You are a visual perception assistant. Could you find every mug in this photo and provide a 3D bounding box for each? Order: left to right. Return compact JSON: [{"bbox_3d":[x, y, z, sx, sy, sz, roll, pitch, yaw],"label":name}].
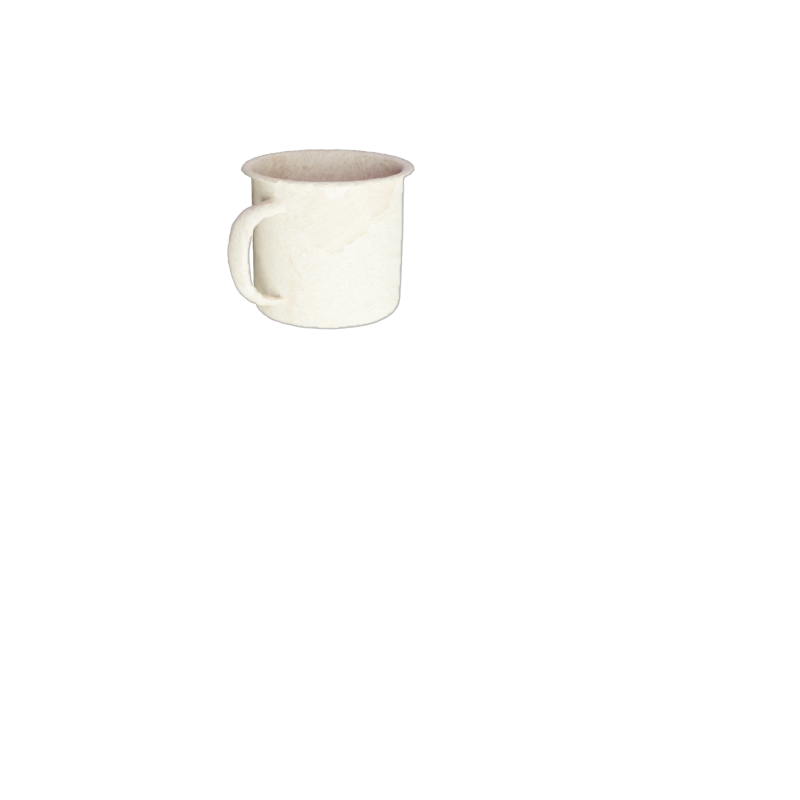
[{"bbox_3d":[-0.047,-0.085,0.598,0.098,0.078,0.116,15,25,35],"label":"mug"}]
